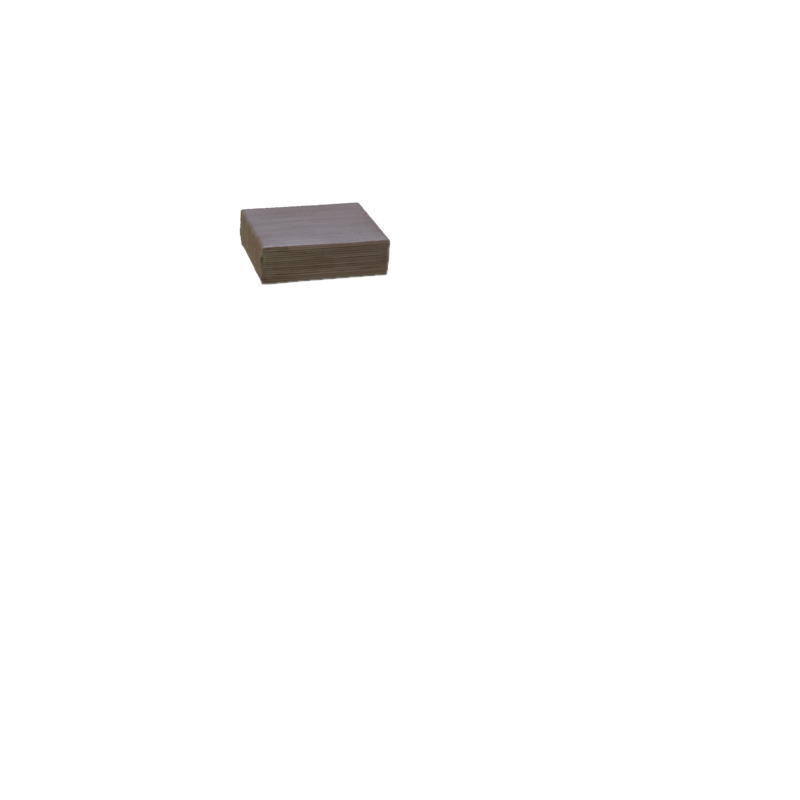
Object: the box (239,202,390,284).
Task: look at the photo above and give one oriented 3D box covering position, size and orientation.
[{"bbox_3d":[-0.075,-0.137,0.956,0.112,0.037,0.096,-8,29,-15],"label":"box"}]
